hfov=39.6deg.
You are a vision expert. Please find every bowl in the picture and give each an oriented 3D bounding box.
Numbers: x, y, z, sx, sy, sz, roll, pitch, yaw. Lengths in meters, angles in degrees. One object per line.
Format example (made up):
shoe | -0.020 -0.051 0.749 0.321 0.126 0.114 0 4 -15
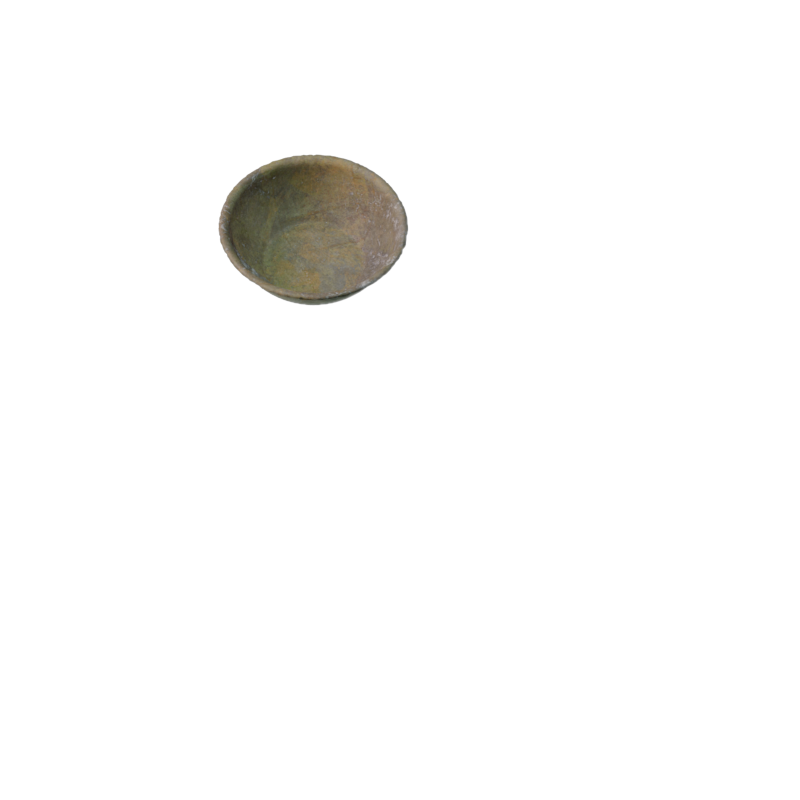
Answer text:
bowl | -0.076 -0.138 0.967 0.162 0.174 0.051 -1 -36 -1
